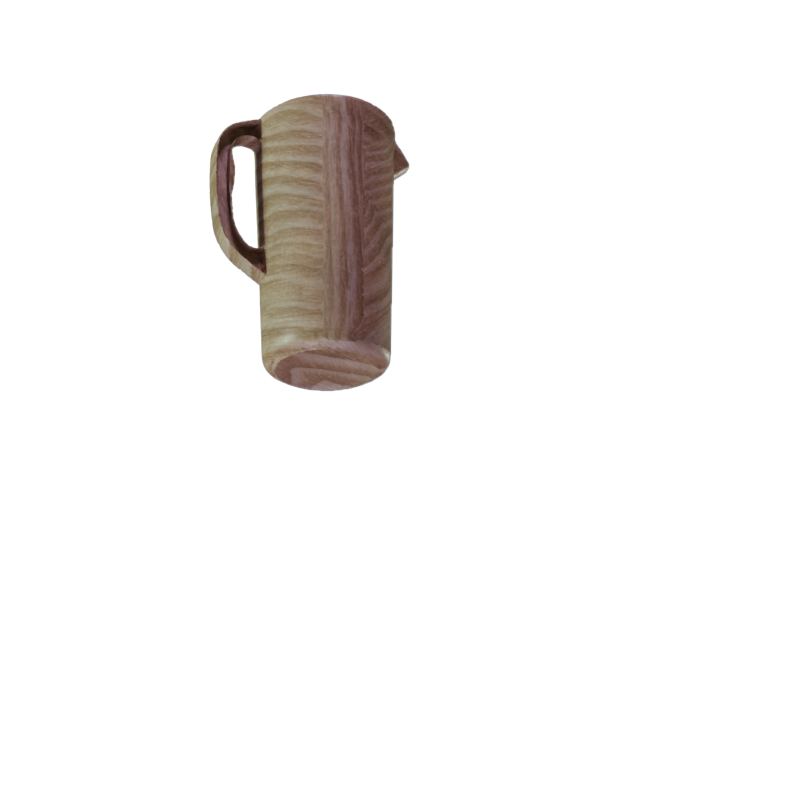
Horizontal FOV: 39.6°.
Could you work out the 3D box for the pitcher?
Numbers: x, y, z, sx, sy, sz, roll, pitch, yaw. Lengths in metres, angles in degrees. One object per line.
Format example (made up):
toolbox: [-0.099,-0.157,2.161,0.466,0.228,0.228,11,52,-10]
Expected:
pitcher: [-0.076,-0.139,0.974,0.151,0.258,0.134,-12,-29,19]
